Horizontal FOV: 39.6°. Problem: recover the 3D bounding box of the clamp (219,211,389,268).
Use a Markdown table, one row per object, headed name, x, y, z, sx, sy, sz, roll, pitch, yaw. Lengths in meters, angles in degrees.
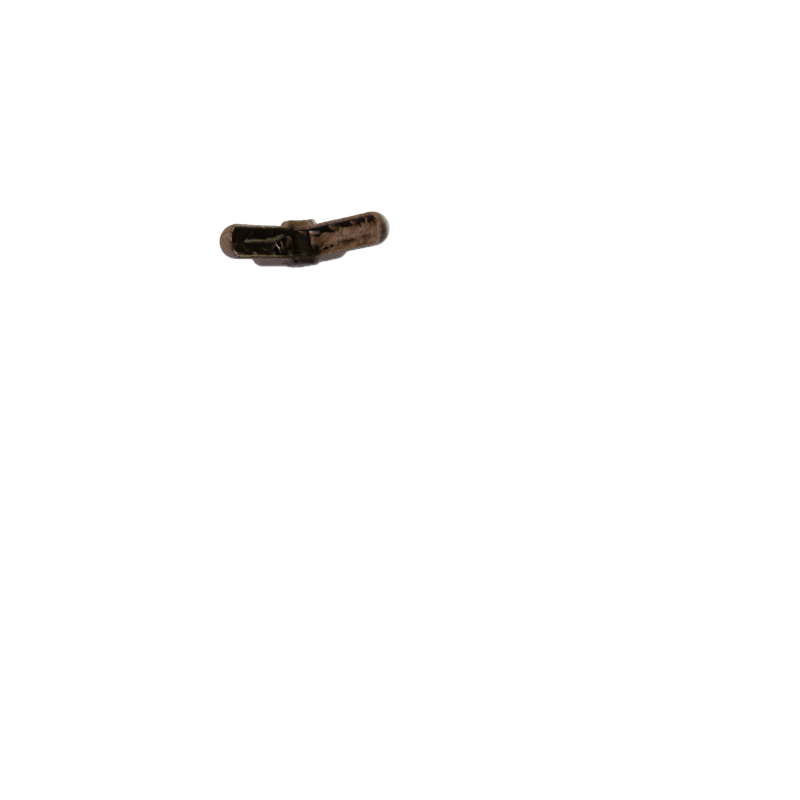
| name | x | y | z | sx | sy | sz | roll | pitch | yaw |
| --- | --- | --- | --- | --- | --- | --- | --- | --- | --- |
| clamp | -0.067 | -0.122 | 0.854 | 0.121 | 0.039 | 0.171 | 0 | 6 | 2 |
